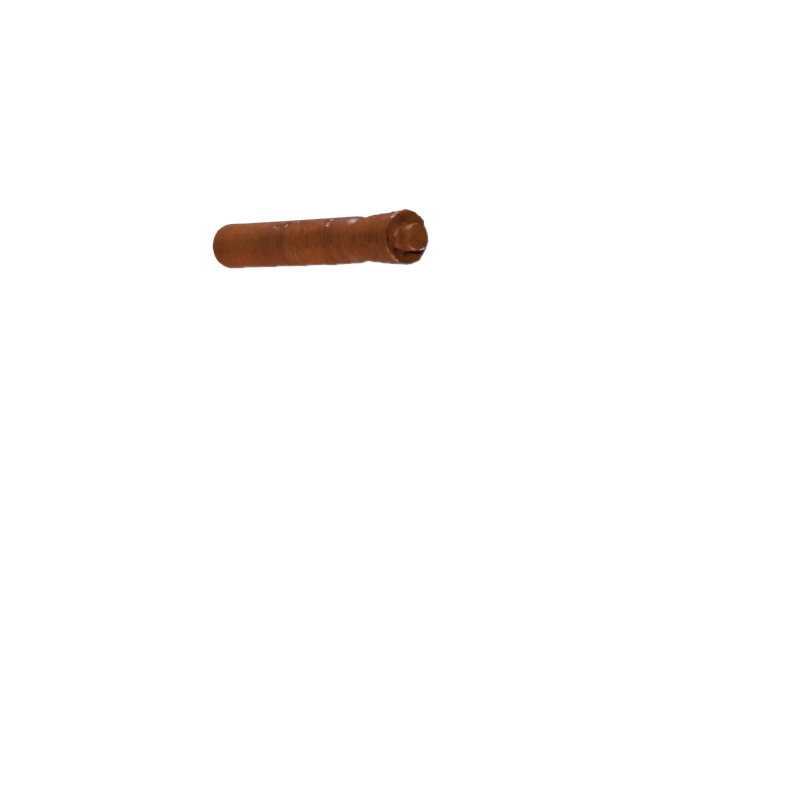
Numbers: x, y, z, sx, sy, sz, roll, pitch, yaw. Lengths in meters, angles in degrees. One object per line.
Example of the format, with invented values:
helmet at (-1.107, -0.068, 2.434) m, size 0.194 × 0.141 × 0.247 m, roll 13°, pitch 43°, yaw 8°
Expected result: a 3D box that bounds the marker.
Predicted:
marker at (-0.033, -0.059, 0.417) m, size 0.019 × 0.020 × 0.126 m, roll -3°, pitch 6°, yaw -38°
